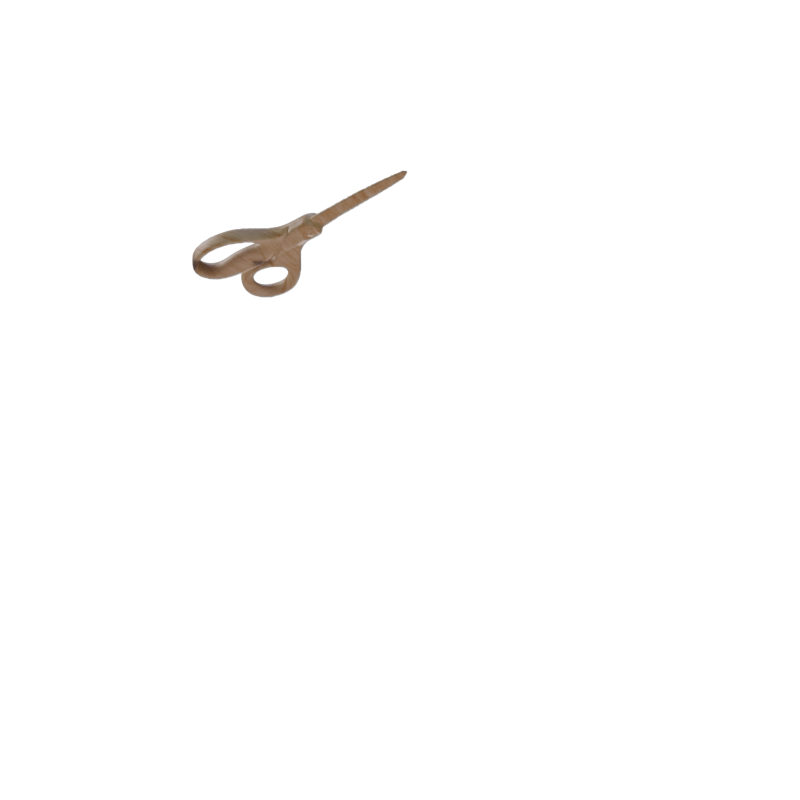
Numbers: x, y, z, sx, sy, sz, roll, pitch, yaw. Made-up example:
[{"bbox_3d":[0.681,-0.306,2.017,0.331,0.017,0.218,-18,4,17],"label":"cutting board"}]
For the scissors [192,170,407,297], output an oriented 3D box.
[{"bbox_3d":[-0.068,-0.124,0.866,0.204,0.017,0.089,-13,-31,23],"label":"scissors"}]
